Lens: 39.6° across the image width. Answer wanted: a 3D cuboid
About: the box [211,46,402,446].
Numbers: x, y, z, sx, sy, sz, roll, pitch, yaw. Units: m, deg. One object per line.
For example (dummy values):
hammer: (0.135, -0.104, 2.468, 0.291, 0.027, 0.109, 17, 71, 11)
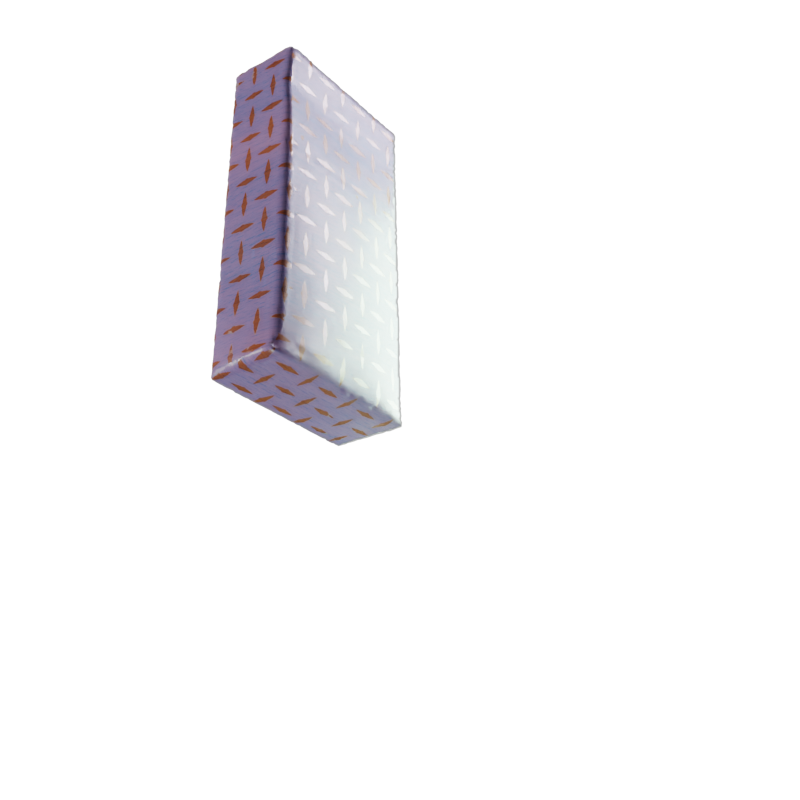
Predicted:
box: (-0.043, -0.078, 0.545, 0.048, 0.188, 0.087, -25, -39, 30)
